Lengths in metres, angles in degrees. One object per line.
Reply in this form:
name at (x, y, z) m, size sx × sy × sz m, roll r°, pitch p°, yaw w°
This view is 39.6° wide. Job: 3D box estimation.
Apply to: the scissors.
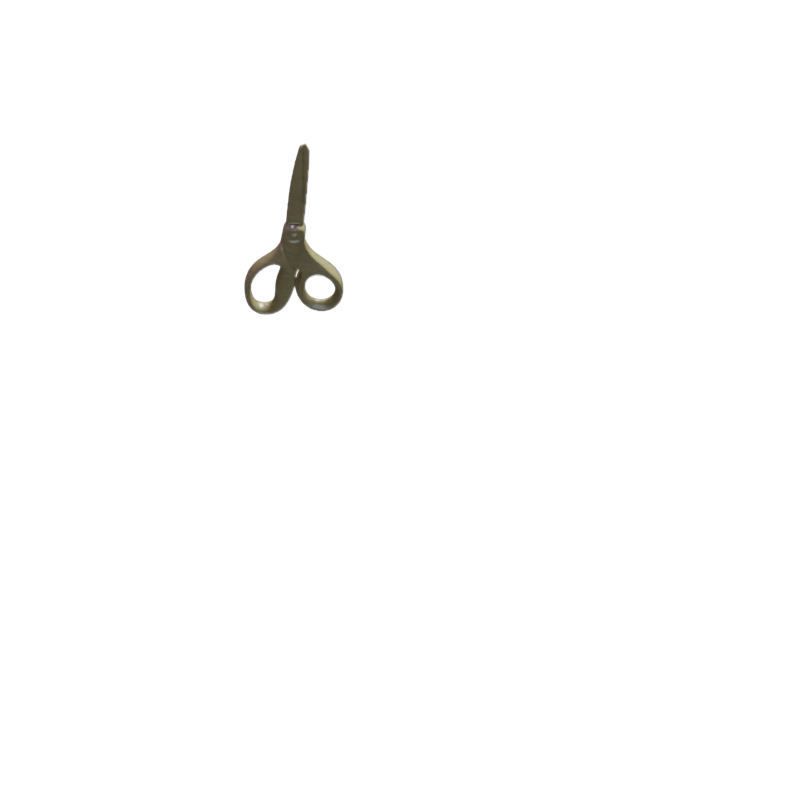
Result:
scissors at (-0.073, -0.134, 0.938) m, size 0.093 × 0.017 × 0.194 m, roll 15°, pitch -41°, yaw -19°
